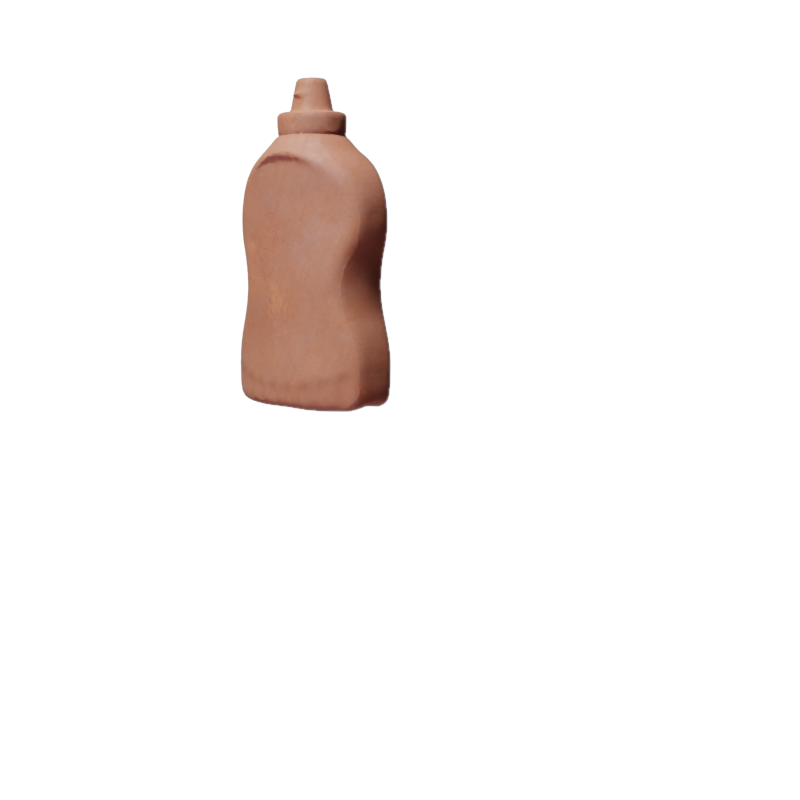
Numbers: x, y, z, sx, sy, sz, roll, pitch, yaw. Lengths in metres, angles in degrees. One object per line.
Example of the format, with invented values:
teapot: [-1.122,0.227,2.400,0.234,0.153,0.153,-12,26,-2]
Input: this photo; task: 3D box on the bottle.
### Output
bottle: [-0.052,-0.094,0.655,0.100,0.191,0.056,2,2,42]
